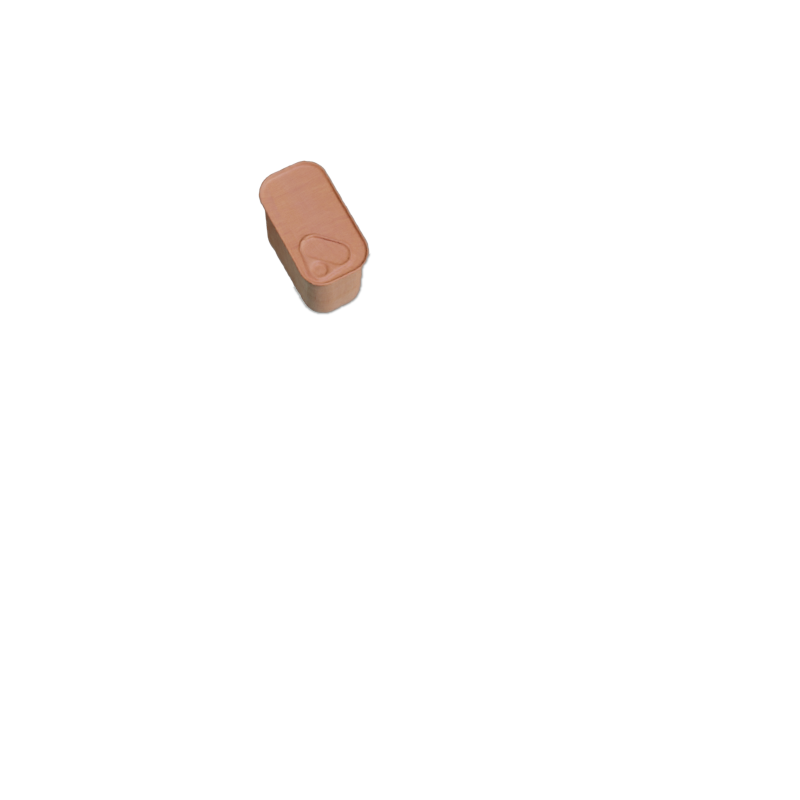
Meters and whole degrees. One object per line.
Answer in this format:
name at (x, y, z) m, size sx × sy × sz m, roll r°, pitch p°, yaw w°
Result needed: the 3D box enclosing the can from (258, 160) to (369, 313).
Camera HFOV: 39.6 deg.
can at (-0.069, -0.126, 0.885) m, size 0.057 × 0.107 × 0.080 m, roll -26°, pitch -16°, yaw -10°
